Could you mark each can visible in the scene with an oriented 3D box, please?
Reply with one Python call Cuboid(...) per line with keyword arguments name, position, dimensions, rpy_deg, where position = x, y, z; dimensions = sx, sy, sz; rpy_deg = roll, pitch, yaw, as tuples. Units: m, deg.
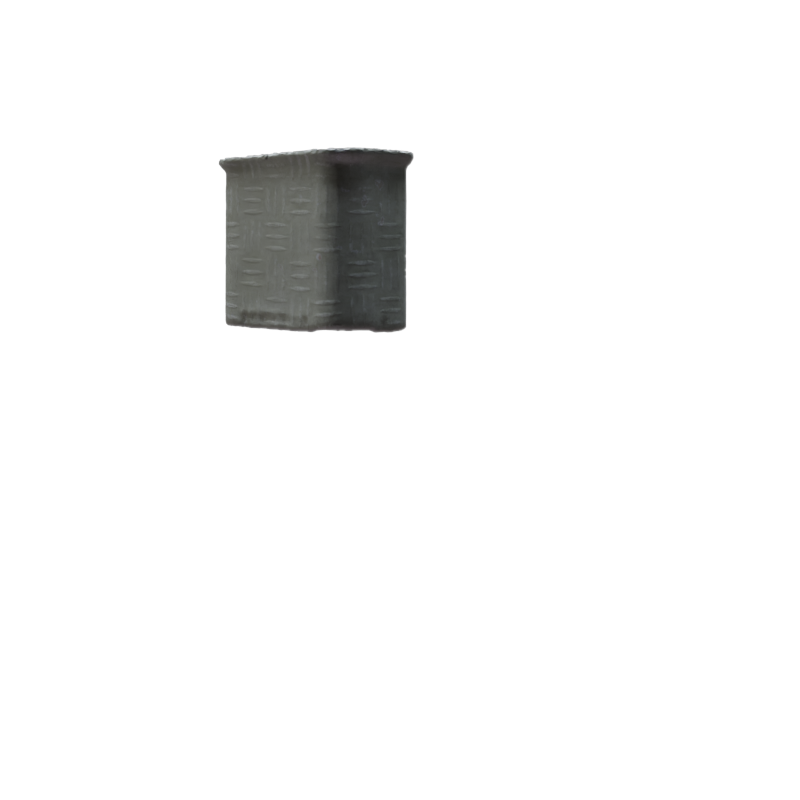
Cuboid(name="can", position=(-0.042, -0.077, 0.540), dimensions=(0.055, 0.083, 0.106), rpy_deg=(-2, 5, -44))
